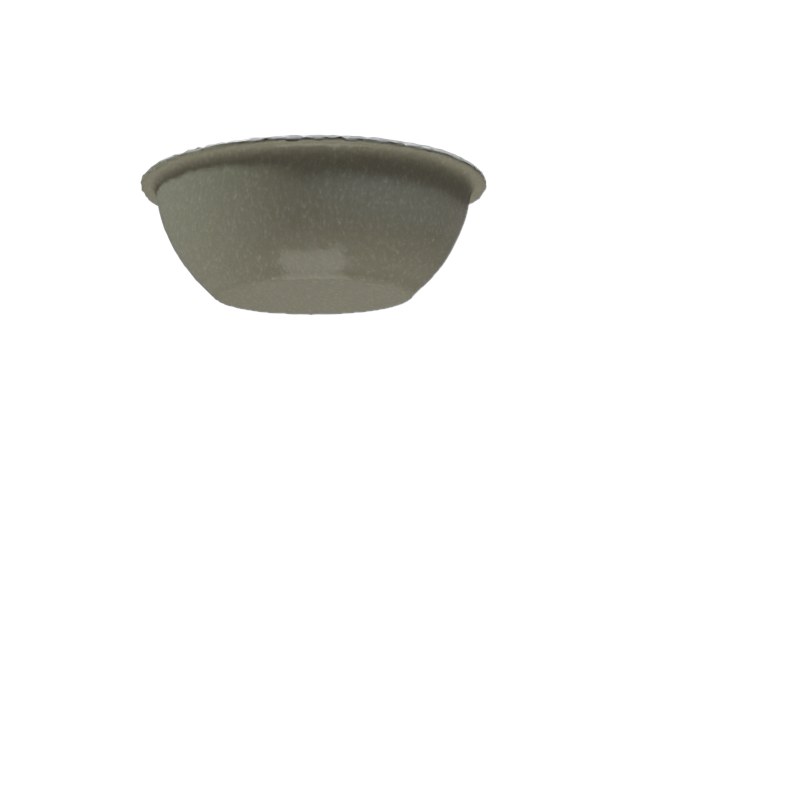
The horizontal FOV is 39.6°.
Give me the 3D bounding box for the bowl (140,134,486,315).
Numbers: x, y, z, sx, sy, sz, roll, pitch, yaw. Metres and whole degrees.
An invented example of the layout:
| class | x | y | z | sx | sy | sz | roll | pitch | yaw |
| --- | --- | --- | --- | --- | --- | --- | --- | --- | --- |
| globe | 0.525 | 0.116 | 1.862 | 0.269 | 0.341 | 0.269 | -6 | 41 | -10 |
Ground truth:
| class | x | y | z | sx | sy | sz | roll | pitch | yaw |
| --- | --- | --- | --- | --- | --- | --- | --- | --- | --- |
| bowl | -0.041 | -0.074 | 0.518 | 0.162 | 0.056 | 0.159 | 0 | -6 | -2 |
